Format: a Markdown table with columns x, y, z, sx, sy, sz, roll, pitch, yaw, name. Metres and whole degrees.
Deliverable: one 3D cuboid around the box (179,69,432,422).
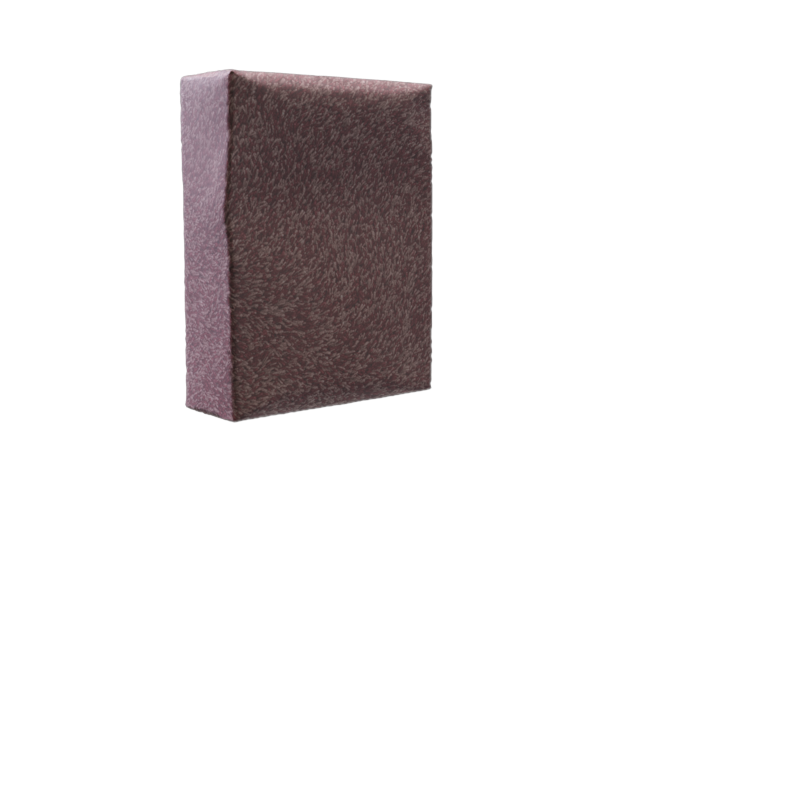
| x | y | z | sx | sy | sz | roll | pitch | yaw | name |
| --- | --- | --- | --- | --- | --- | --- | --- | --- | --- |
| -0.057 | -0.104 | 0.728 | 0.159 | 0.212 | 0.075 | -4 | 6 | -37 | box |
